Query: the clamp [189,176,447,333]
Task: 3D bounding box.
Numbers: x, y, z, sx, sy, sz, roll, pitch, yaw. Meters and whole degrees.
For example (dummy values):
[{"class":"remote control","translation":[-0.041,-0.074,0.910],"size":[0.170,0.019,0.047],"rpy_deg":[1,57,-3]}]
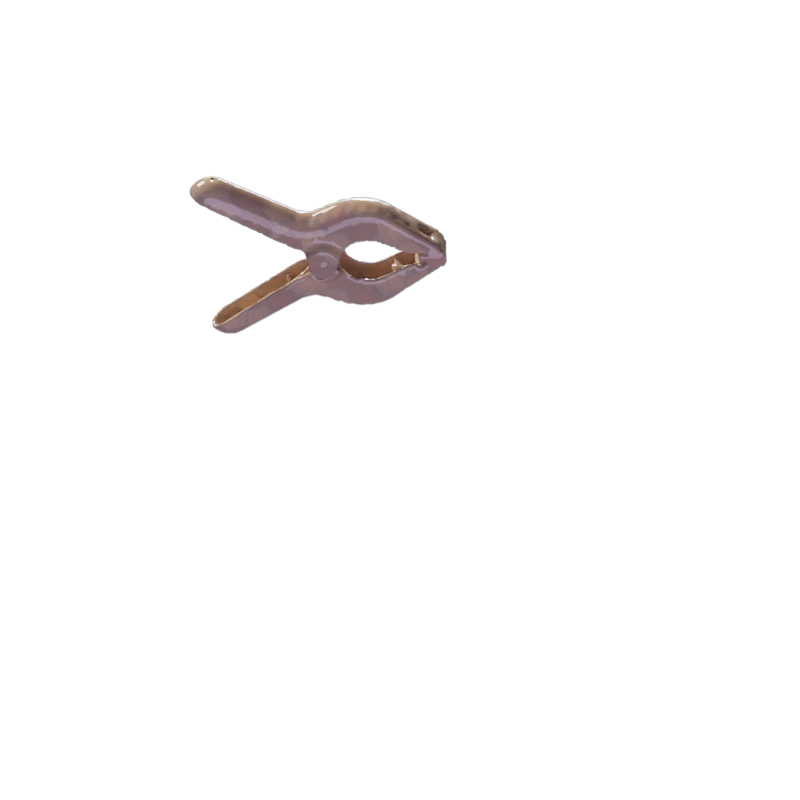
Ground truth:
[{"class":"clamp","translation":[-0.058,-0.106,0.739],"size":[0.172,0.111,0.042],"rpy_deg":[-10,40,8]}]
